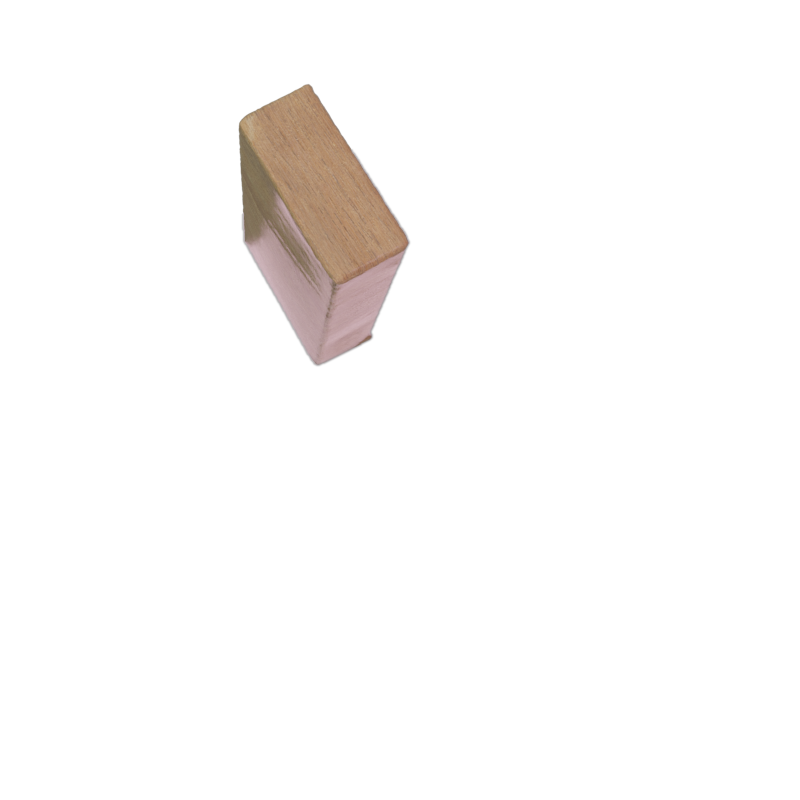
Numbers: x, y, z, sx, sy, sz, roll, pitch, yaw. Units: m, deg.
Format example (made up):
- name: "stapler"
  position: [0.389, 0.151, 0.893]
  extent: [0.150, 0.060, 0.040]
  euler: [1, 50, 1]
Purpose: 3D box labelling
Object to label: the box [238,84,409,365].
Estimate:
- name: "box"
  position: [-0.046, -0.082, 0.578]
  extent: [0.048, 0.097, 0.171]
  euler: [-29, -9, -9]
